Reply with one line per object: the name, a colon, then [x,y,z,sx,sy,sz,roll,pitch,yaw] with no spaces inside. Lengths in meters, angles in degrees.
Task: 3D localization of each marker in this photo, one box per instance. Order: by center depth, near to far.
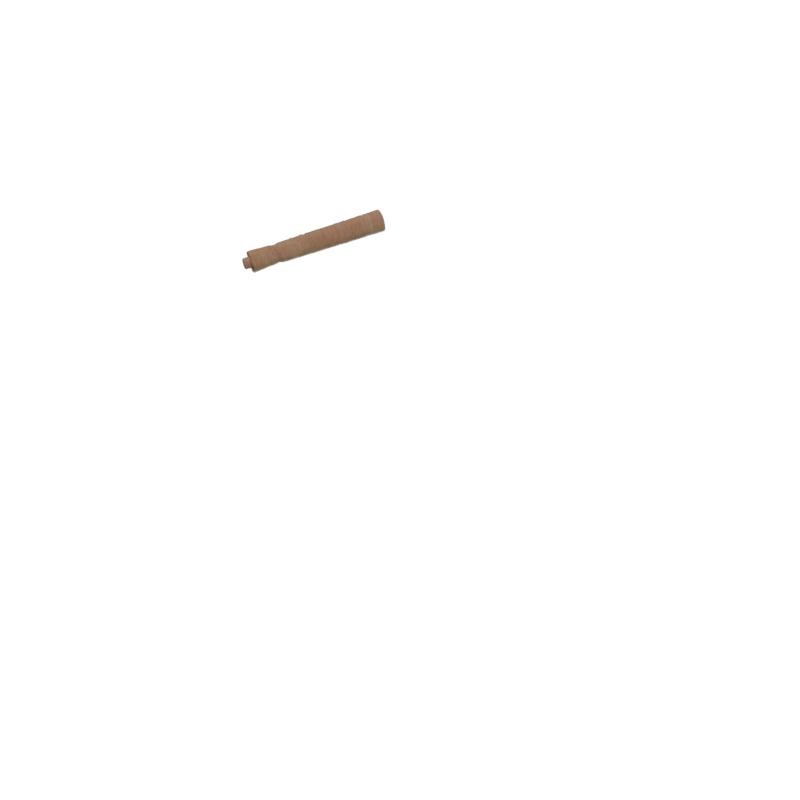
marker: [-0.071,-0.130,0.911,0.120,0.019,0.020,-19,8,-10]
